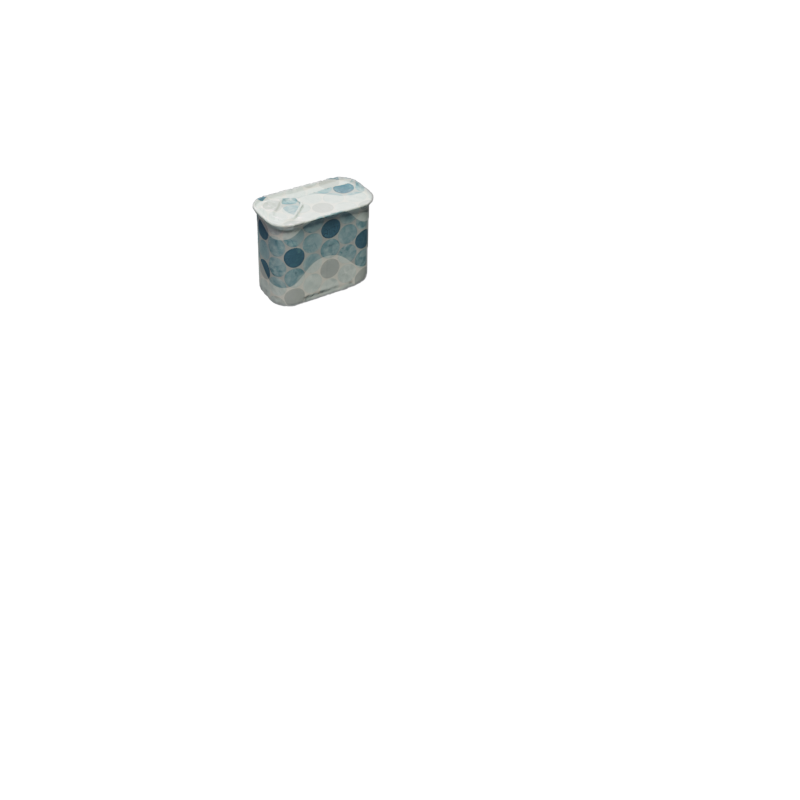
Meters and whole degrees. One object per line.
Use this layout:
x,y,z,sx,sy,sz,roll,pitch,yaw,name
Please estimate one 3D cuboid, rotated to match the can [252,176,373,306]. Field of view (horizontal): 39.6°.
-0.076,-0.138,0.965,0.101,0.078,0.062,-19,39,-26,can
